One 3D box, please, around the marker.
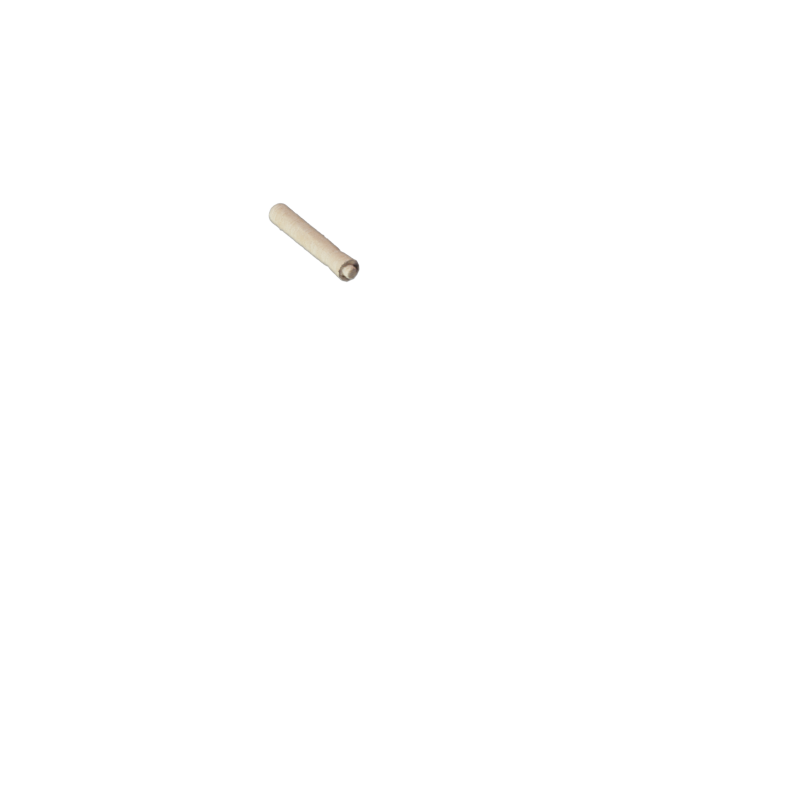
[{"bbox_3d":[-0.068,-0.124,0.870,0.019,0.019,0.130,-3,29,-33],"label":"marker"}]
